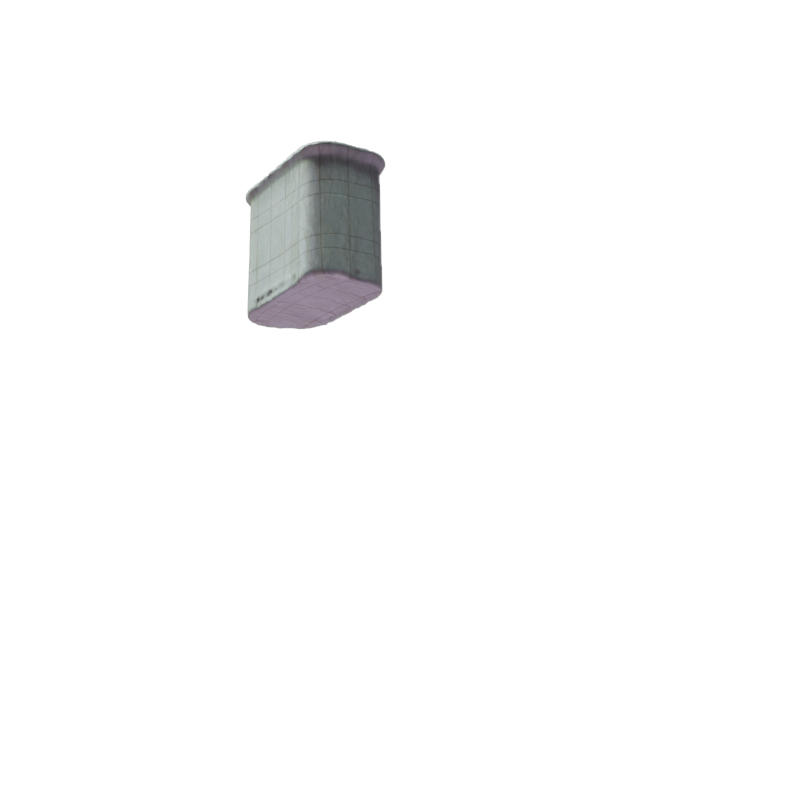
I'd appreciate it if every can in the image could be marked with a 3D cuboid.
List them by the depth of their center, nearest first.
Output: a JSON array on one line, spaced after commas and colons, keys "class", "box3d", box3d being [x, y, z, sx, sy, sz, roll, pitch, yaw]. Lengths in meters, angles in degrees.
[{"class": "can", "box3d": [-0.053, -0.096, 0.670, 0.055, 0.088, 0.102, 12, -22, -31]}]
